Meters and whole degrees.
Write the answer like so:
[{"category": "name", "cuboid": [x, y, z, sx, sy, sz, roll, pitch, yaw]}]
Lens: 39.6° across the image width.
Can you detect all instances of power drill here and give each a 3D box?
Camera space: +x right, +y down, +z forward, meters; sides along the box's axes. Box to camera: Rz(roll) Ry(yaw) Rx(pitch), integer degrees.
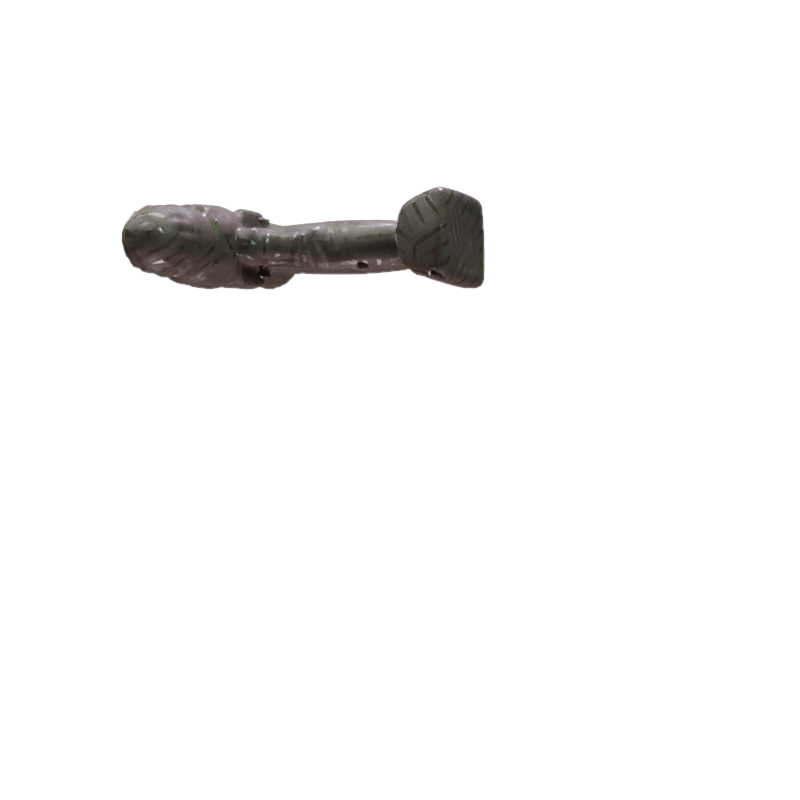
[{"category": "power drill", "cuboid": [-0.053, -0.096, 0.674, 0.193, 0.057, 0.180, 2, 5, 21]}]
